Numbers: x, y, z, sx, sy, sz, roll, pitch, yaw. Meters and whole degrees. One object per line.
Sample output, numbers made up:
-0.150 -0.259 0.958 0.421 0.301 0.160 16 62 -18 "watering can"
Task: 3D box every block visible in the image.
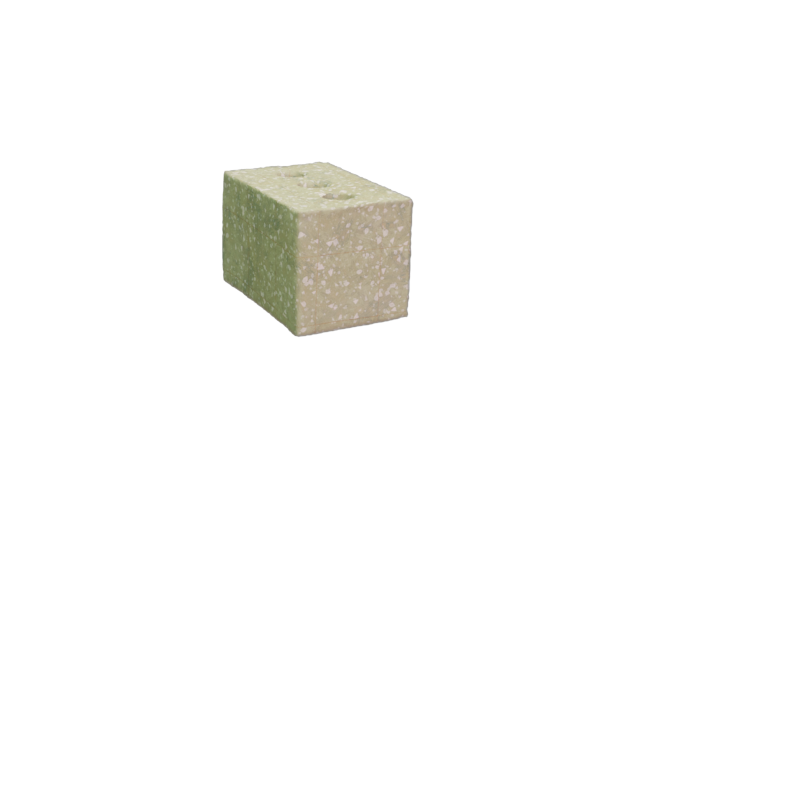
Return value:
-0.036 -0.066 0.462 0.052 0.049 0.083 -10 24 -27 "block"
